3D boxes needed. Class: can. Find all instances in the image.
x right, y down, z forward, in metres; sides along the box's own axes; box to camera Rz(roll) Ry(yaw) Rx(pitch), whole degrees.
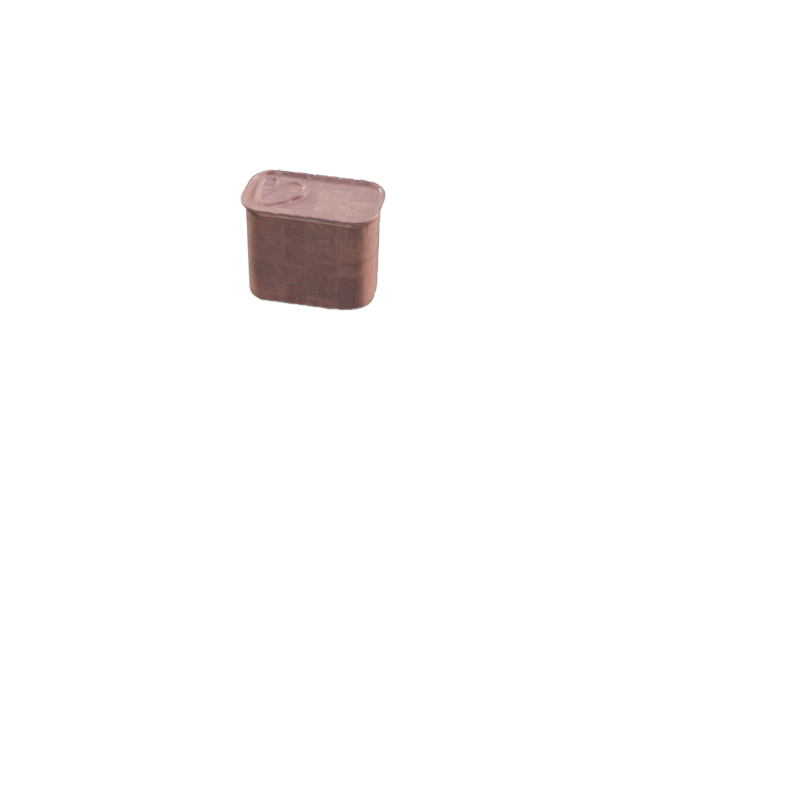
[{"bbox_3d":[-0.064,-0.117,0.822,0.104,0.078,0.060,9,39,9],"label":"can"}]
